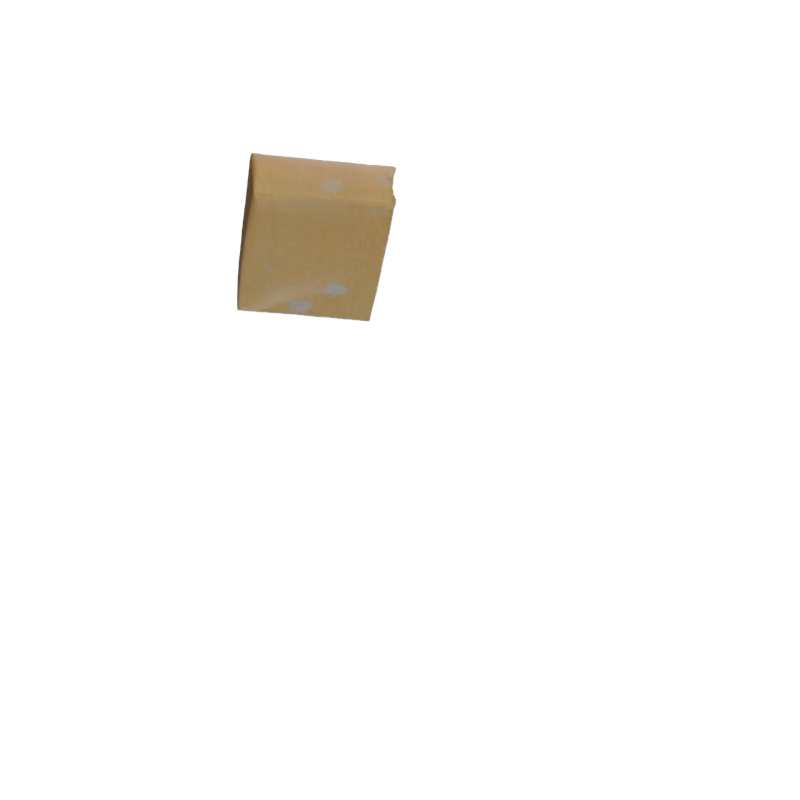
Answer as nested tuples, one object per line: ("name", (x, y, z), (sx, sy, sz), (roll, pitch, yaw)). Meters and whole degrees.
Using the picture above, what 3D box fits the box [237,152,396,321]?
("box", (-0.055, -0.100, 0.698), (0.089, 0.042, 0.107), (5, -38, -7))
